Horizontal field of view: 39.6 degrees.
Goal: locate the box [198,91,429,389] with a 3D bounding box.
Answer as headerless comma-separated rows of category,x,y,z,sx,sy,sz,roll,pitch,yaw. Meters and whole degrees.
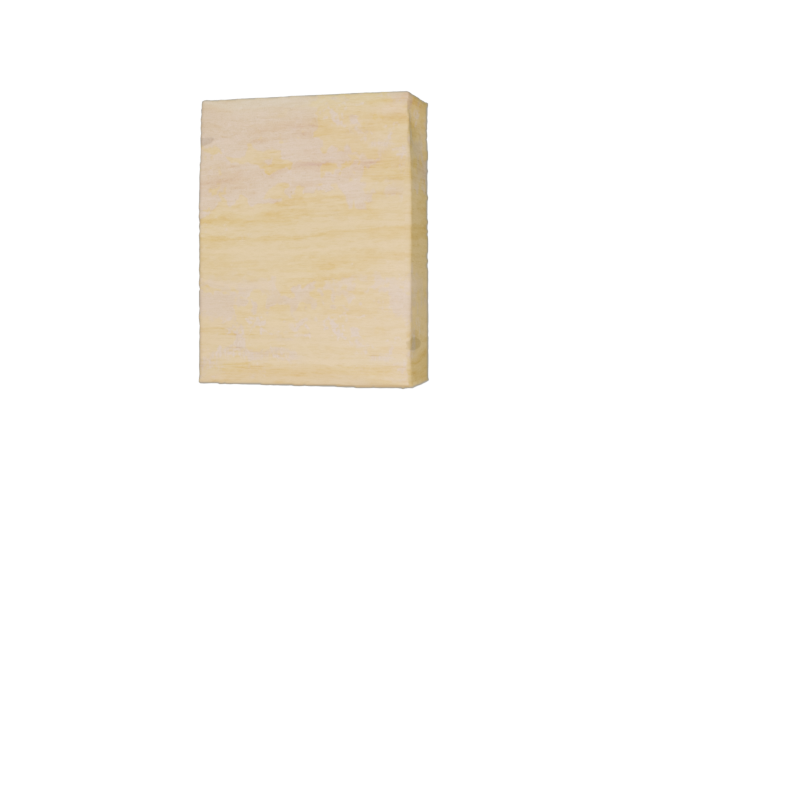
box,-0.065,-0.118,0.827,0.167,0.214,0.070,0,-1,16
